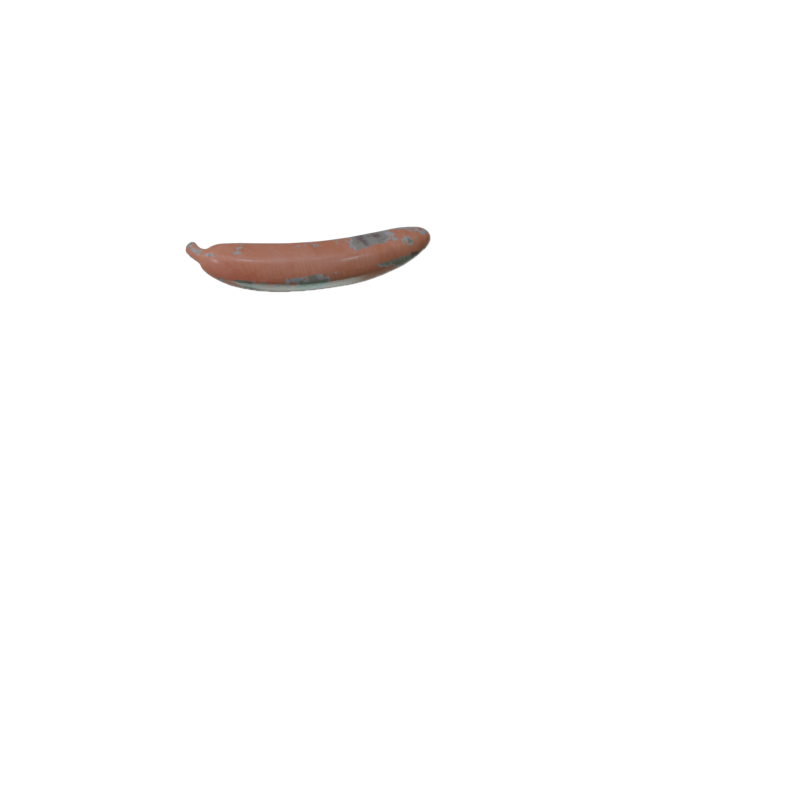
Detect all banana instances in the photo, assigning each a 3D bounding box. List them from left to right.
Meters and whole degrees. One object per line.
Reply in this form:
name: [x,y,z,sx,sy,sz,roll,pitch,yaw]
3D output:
banana: [-0.071,-0.113,0.870,0.197,0.034,0.075,-2,40,-3]
